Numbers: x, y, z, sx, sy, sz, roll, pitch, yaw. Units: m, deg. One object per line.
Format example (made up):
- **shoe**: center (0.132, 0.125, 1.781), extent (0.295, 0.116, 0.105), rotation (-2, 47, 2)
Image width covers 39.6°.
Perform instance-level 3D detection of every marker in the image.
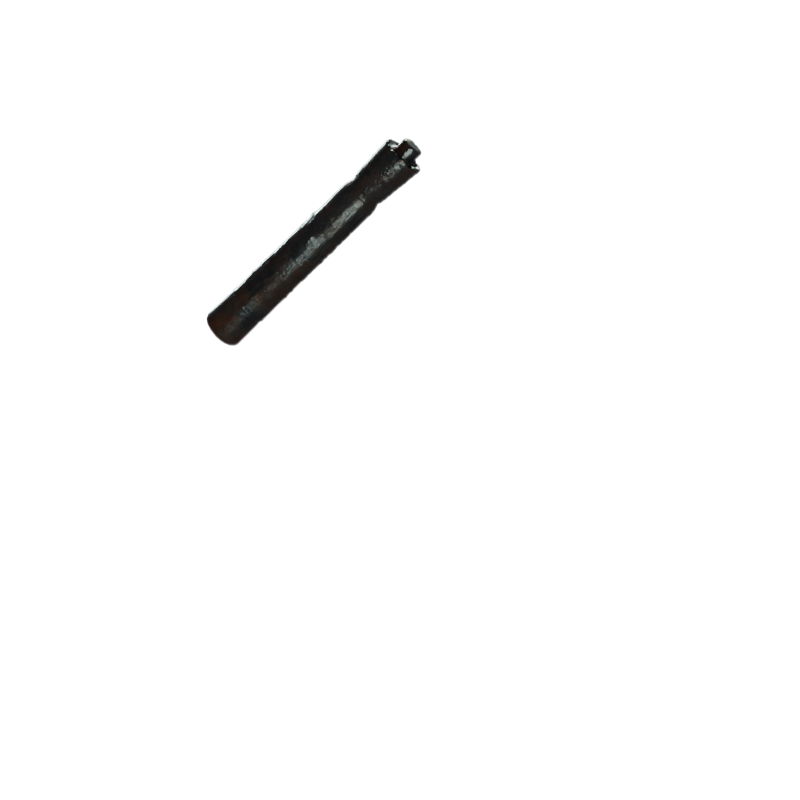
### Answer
- **marker**: center (-0.037, -0.067, 0.472), extent (0.119, 0.021, 0.019), rotation (-41, -14, 21)
